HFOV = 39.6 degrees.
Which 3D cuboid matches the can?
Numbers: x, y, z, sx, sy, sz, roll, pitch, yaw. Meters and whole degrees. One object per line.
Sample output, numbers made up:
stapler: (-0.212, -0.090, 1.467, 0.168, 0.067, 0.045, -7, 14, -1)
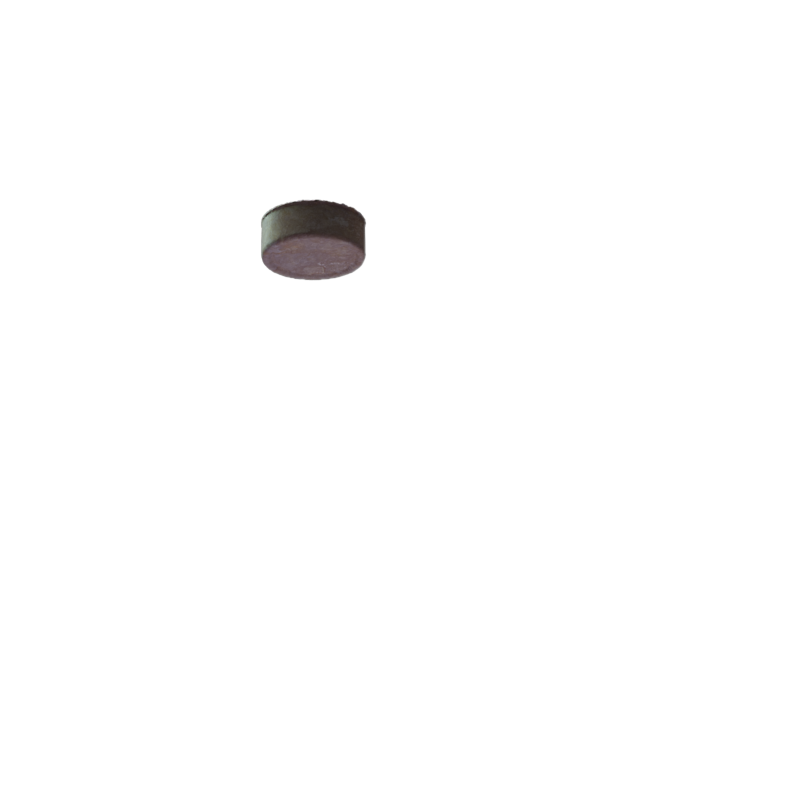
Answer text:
can: (-0.070, -0.128, 0.896, 0.086, 0.035, 0.082, 0, -19, -2)
